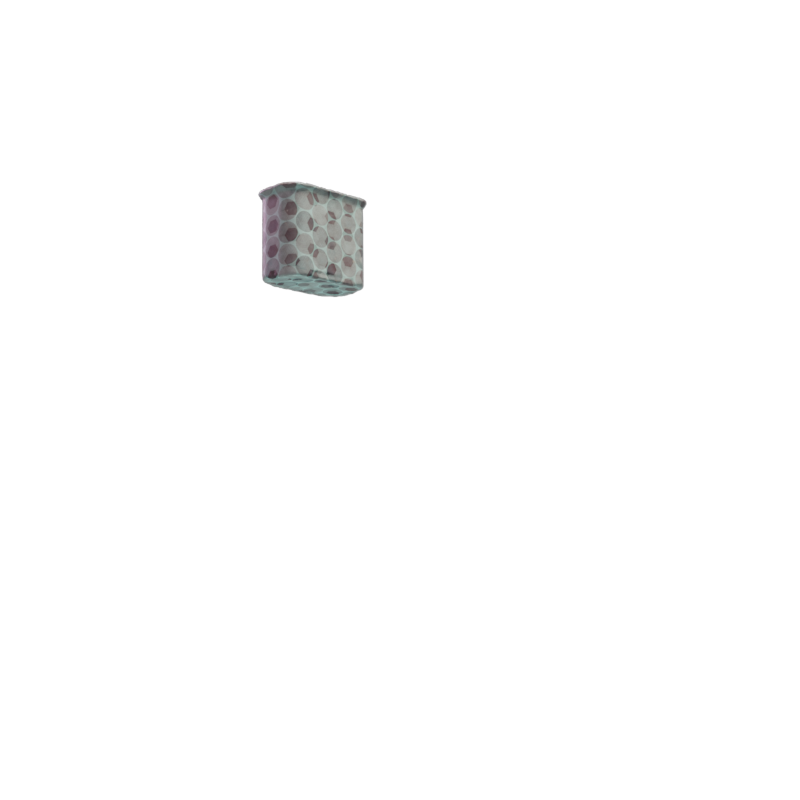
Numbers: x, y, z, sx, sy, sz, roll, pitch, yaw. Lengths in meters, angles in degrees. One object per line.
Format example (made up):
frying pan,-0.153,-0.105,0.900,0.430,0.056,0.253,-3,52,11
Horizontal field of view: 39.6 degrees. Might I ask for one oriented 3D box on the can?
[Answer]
can,-0.078,-0.142,0.996,0.097,0.087,0.059,10,-16,-44
